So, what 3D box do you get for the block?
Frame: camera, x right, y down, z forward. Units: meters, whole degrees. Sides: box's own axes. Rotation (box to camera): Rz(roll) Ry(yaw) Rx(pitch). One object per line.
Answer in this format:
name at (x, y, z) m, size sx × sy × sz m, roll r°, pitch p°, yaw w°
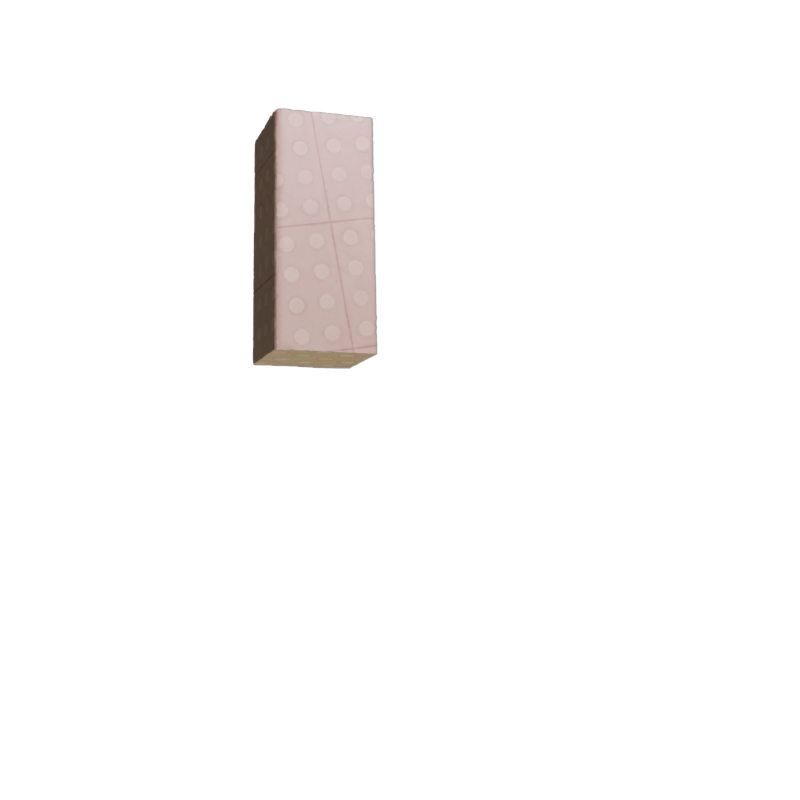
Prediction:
block at (-0.076, -0.137, 0.960) m, size 0.088 × 0.213 × 0.090 m, roll 3°, pitch -14°, yaw -17°
